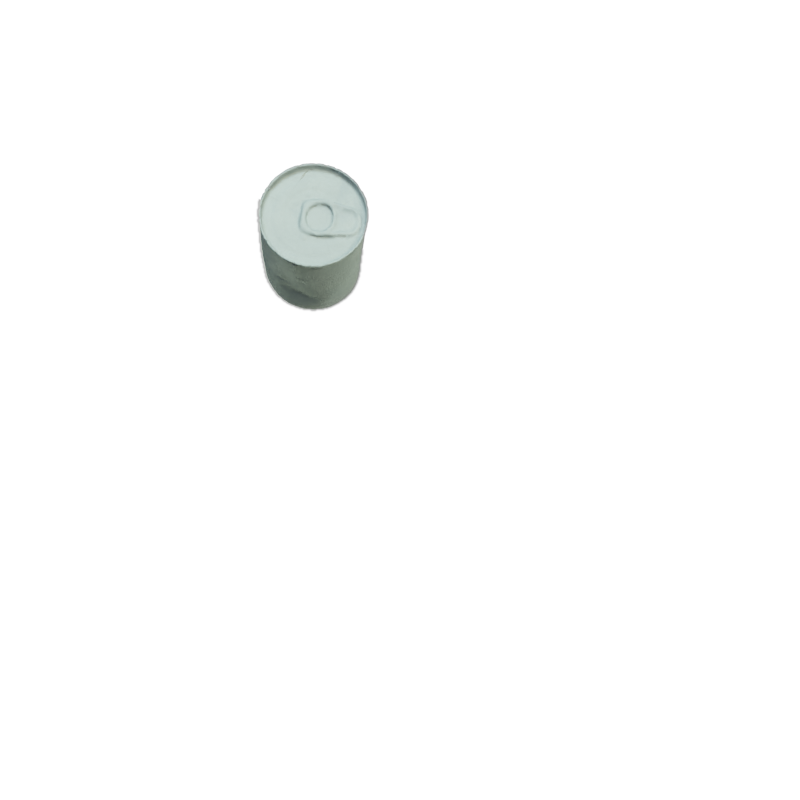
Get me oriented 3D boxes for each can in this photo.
[{"bbox_3d":[-0.057,-0.104,0.725,0.068,0.071,0.098,0,-14,-3],"label":"can"}]
